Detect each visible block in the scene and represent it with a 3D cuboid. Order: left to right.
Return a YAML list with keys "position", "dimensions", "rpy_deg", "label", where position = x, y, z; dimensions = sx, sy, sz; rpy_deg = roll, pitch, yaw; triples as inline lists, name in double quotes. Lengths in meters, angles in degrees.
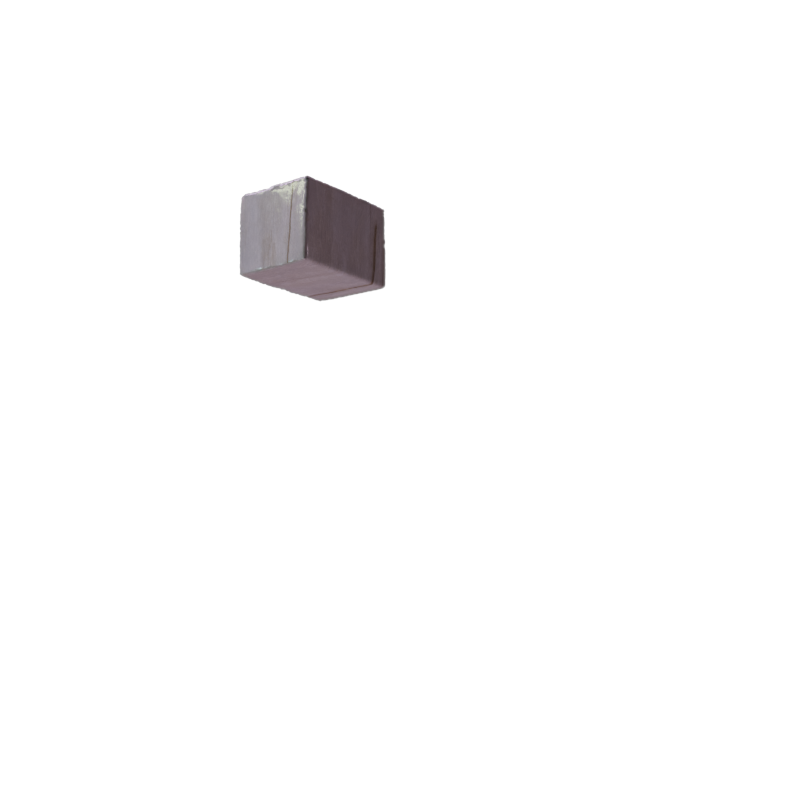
- position: [-0.052, -0.095, 0.663]
  dimensions: [0.054, 0.053, 0.073]
  rpy_deg: [-11, -16, 36]
  label: "block"
